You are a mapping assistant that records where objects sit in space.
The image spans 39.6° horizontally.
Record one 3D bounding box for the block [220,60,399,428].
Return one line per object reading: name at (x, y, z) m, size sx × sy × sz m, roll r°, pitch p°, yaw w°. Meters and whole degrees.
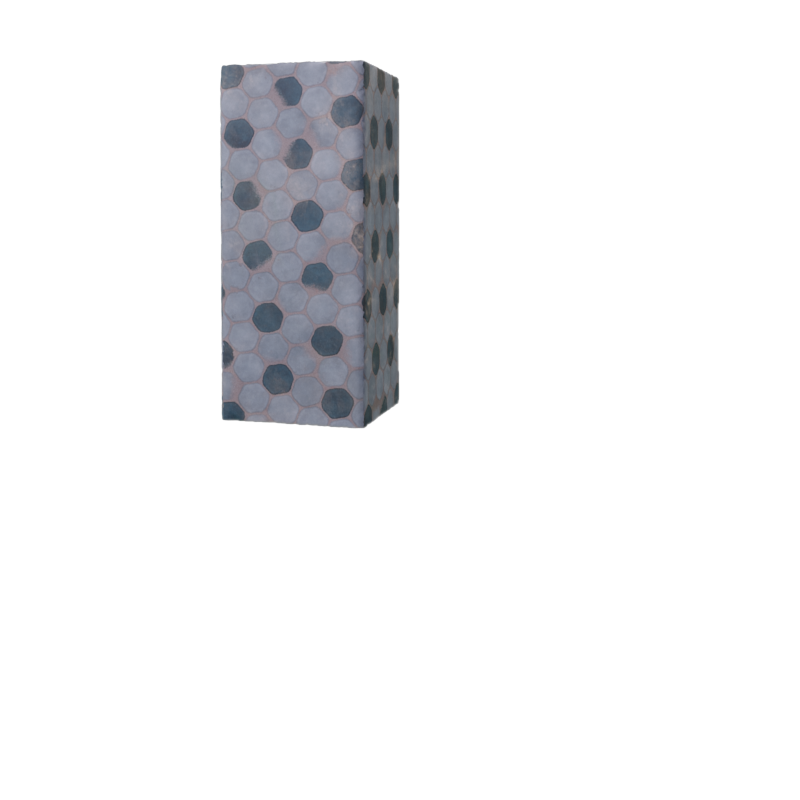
block at (-0.053, -0.096, 0.673) m, size 0.092 × 0.205 × 0.089 m, roll 1°, pitch 3°, yaw 15°
